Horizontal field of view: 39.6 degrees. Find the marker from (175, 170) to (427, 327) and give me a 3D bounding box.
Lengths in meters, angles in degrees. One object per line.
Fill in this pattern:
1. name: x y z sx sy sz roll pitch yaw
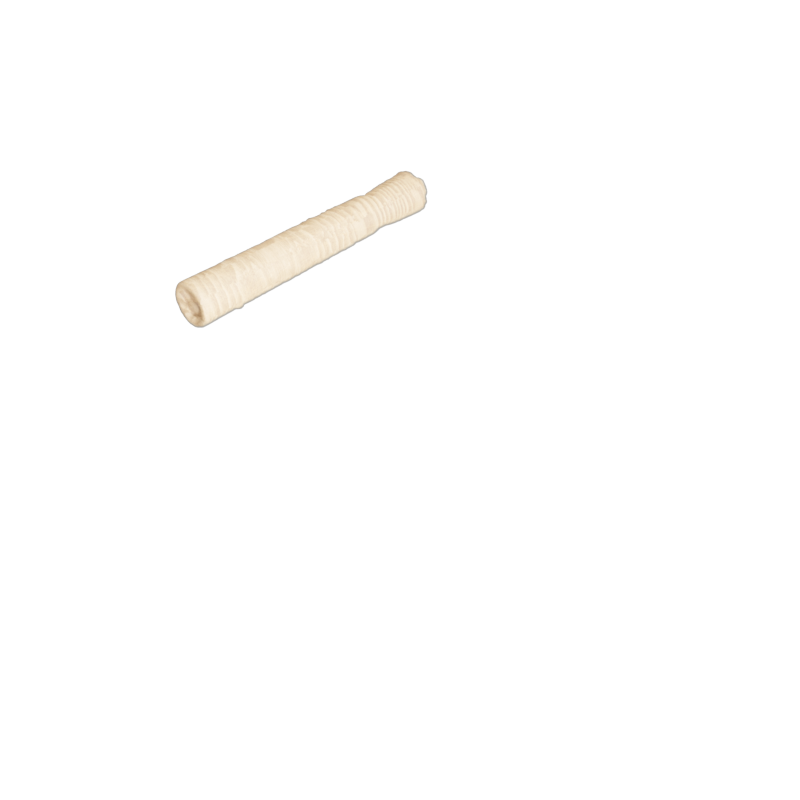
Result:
1. marker: -0.034 -0.062 0.436 0.121 0.019 0.021 -33 23 -32
